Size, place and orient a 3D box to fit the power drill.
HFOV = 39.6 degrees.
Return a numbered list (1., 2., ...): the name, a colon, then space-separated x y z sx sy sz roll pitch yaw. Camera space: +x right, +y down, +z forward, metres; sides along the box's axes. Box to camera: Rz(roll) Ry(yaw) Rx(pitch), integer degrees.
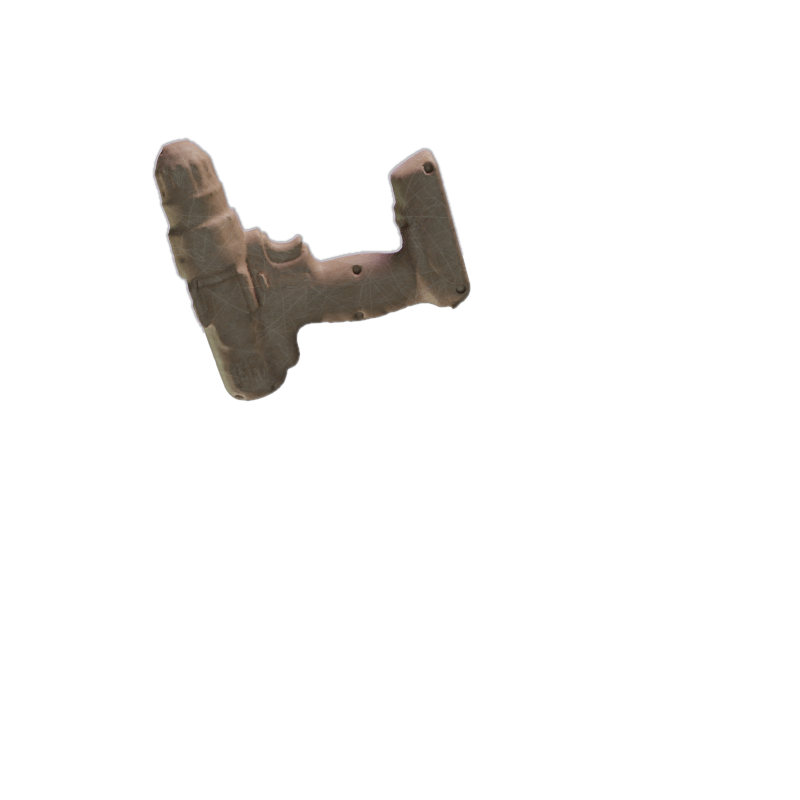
1. power drill: -0.059 -0.107 0.748 0.188 0.178 0.059 -16 15 4
